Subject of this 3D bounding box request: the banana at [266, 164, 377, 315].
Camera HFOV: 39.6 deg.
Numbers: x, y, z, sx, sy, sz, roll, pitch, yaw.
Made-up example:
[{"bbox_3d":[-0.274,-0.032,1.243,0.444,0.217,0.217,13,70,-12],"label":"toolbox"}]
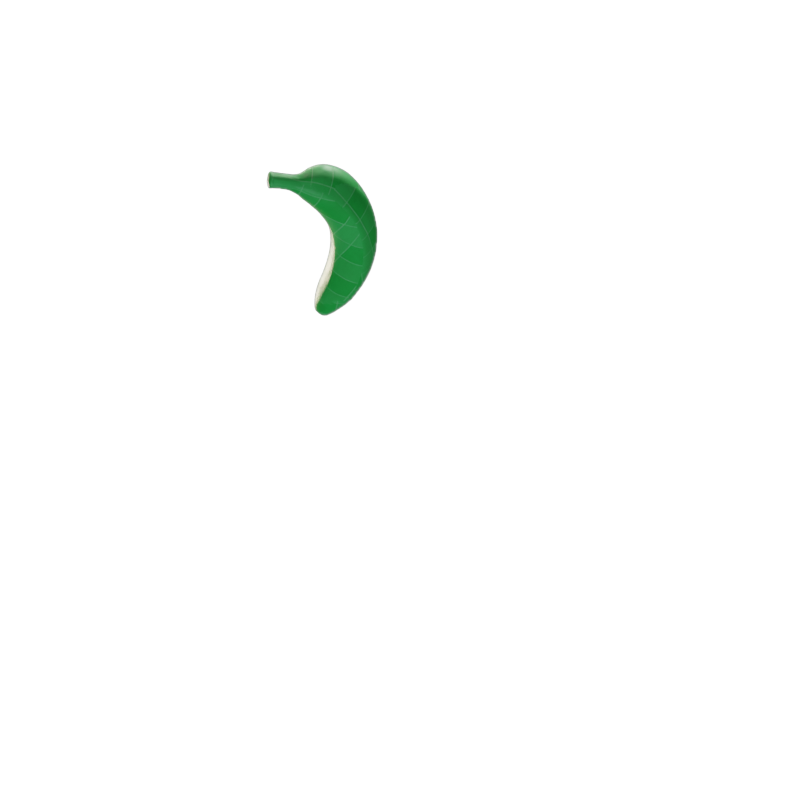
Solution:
[{"bbox_3d":[-0.052,-0.130,0.883,0.070,0.039,0.183,-5,-31,7],"label":"banana"}]
